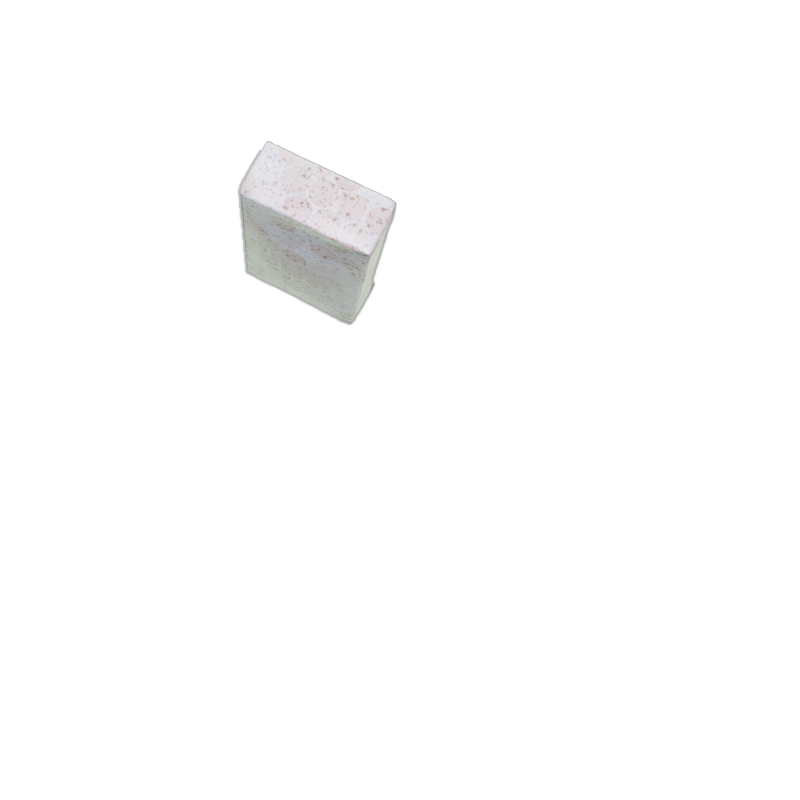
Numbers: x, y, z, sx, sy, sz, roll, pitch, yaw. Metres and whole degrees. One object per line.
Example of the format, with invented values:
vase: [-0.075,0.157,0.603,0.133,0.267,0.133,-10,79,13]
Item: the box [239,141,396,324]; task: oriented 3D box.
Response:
box: [-0.059,-0.108,0.756,0.094,0.049,0.171,27,-10,2]
